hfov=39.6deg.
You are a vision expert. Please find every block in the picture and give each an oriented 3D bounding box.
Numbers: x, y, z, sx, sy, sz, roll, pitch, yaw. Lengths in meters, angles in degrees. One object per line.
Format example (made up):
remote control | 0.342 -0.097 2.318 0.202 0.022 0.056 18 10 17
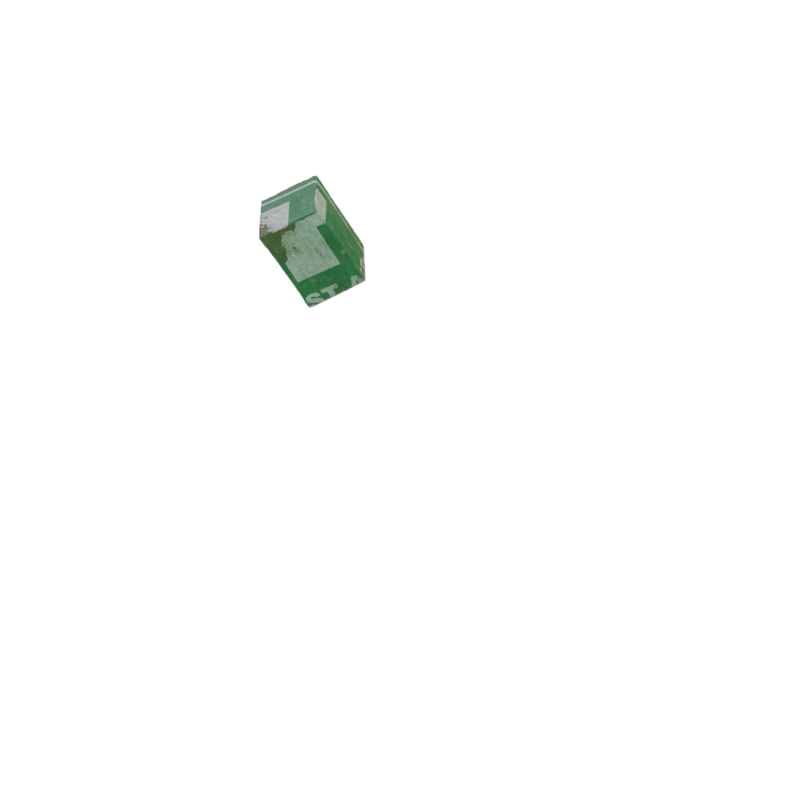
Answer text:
block | -0.067 -0.123 0.859 0.053 0.073 0.055 -24 34 16
